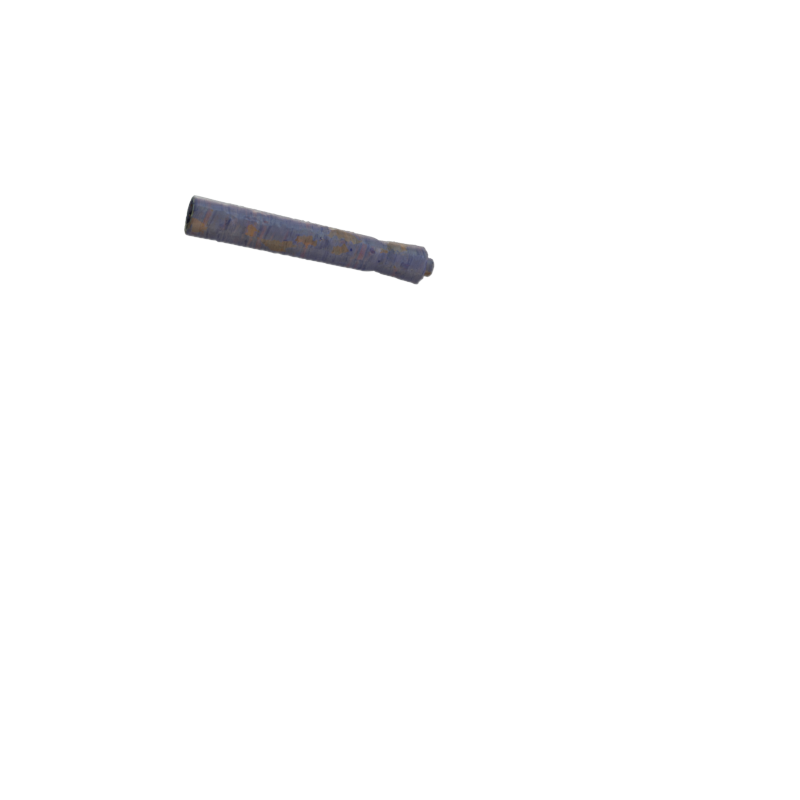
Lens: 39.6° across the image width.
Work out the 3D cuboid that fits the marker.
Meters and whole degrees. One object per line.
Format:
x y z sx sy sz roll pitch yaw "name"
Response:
-0.041 -0.075 0.524 0.118 0.020 0.020 10 1 -15 "marker"
